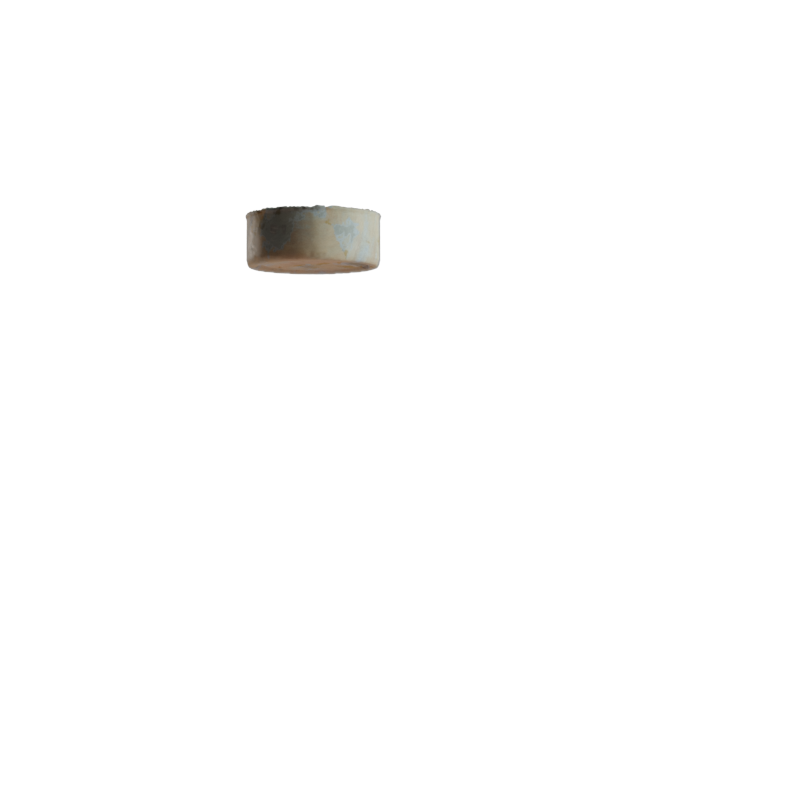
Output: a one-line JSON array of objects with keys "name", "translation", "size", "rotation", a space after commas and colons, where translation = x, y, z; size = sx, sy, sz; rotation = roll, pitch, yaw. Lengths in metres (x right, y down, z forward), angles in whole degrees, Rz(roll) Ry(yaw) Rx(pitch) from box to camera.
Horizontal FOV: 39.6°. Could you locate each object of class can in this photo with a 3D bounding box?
[{"name": "can", "translation": [-0.055, -0.100, 0.701], "size": [0.086, 0.034, 0.085], "rotation": [0, -1, -2]}]
